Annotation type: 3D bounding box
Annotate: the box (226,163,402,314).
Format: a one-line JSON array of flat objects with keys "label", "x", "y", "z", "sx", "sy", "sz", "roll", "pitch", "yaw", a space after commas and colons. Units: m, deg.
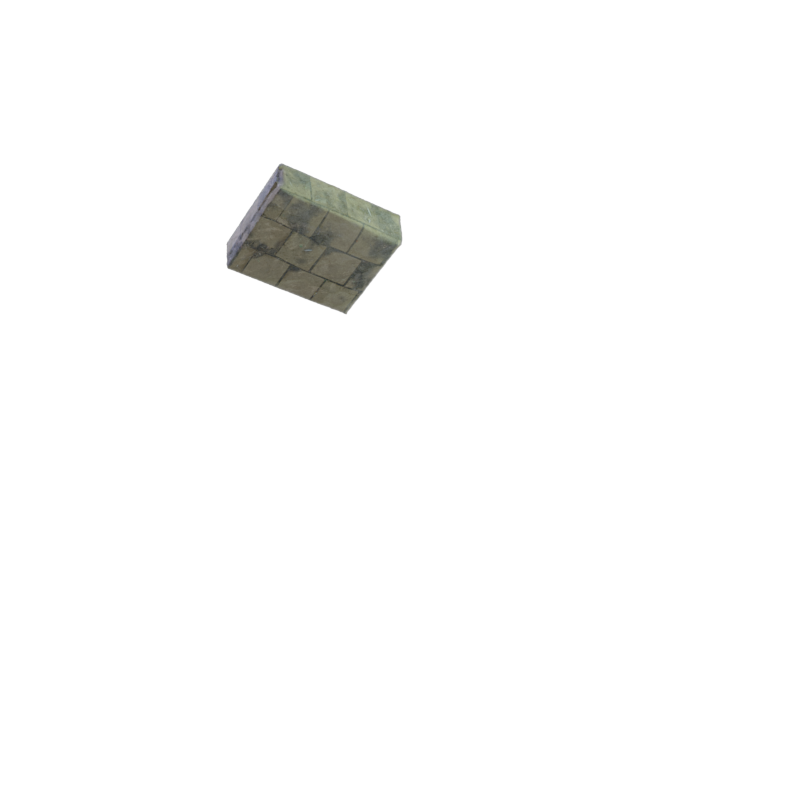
[{"label": "box", "x": -0.068, "y": -0.125, "z": 0.872, "sx": 0.109, "sy": 0.042, "sz": 0.087, "roll": 23, "pitch": -51, "yaw": -21}]
